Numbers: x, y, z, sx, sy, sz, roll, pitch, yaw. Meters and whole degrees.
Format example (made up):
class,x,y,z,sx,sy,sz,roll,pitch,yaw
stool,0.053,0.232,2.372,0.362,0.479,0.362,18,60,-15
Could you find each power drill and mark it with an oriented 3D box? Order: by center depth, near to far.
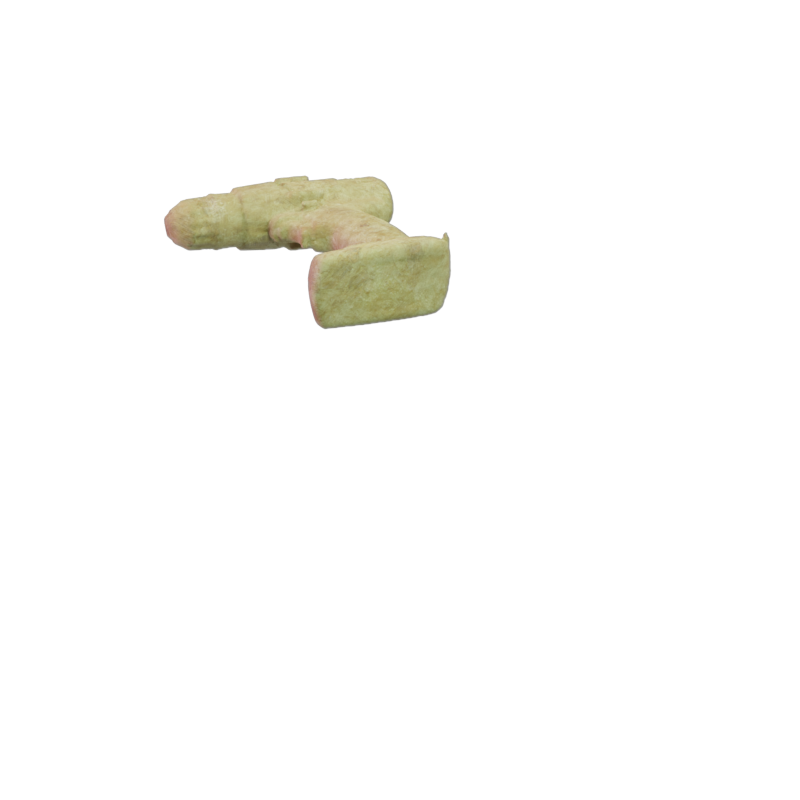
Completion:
class,x,y,z,sx,sy,sz,roll,pitch,yaw
power drill,-0.063,-0.115,0.808,0.181,0.054,0.202,-12,31,-21
